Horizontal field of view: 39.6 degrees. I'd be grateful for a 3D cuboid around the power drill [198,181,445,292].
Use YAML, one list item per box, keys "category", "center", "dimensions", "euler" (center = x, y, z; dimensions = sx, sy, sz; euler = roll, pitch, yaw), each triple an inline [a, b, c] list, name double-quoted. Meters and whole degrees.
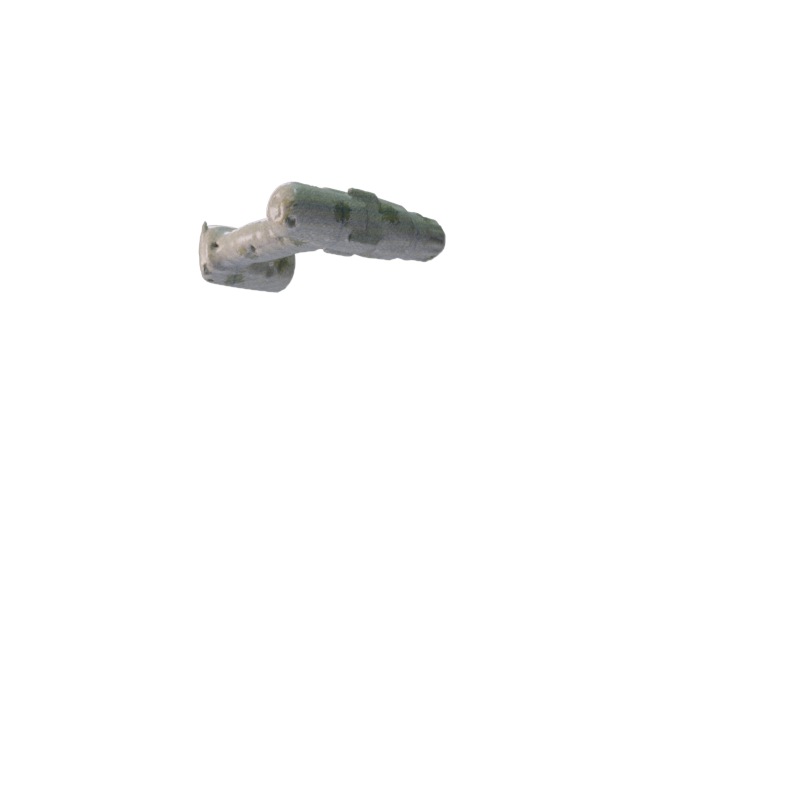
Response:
- category: "power drill"
  center: [-0.078, -0.142, 0.997]
  dimensions: [0.175, 0.059, 0.191]
  euler: [9, -14, -40]
